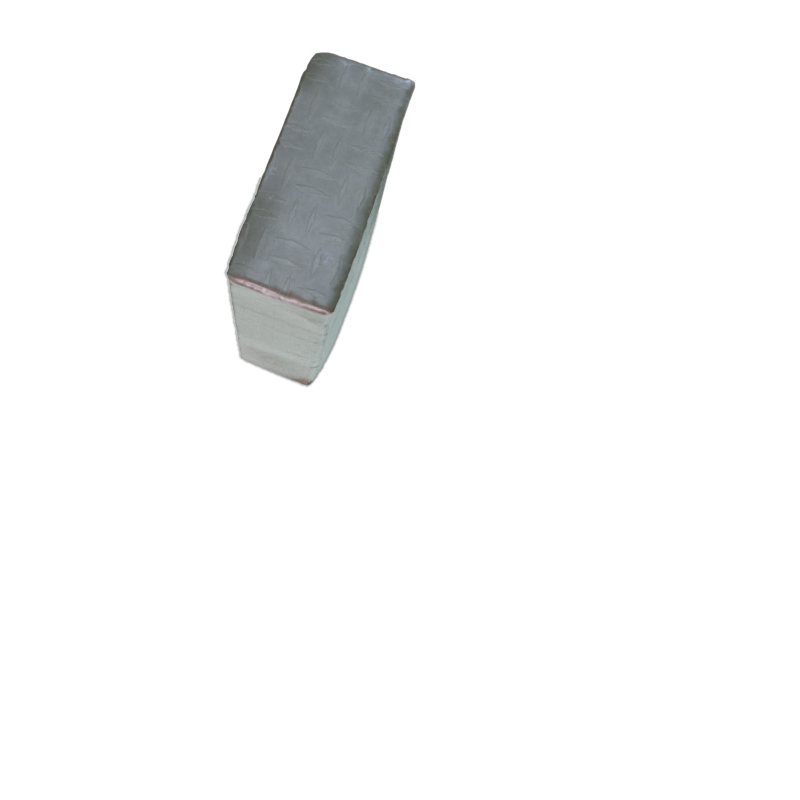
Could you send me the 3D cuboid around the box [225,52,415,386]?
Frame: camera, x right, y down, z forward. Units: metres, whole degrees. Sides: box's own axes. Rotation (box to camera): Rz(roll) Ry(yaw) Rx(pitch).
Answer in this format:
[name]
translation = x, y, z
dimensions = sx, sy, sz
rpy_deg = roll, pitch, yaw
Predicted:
[box]
translation = -0.037, -0.067, 0.465
dimensions = 0.048, 0.096, 0.171
rpy_deg = 19, -11, -1
